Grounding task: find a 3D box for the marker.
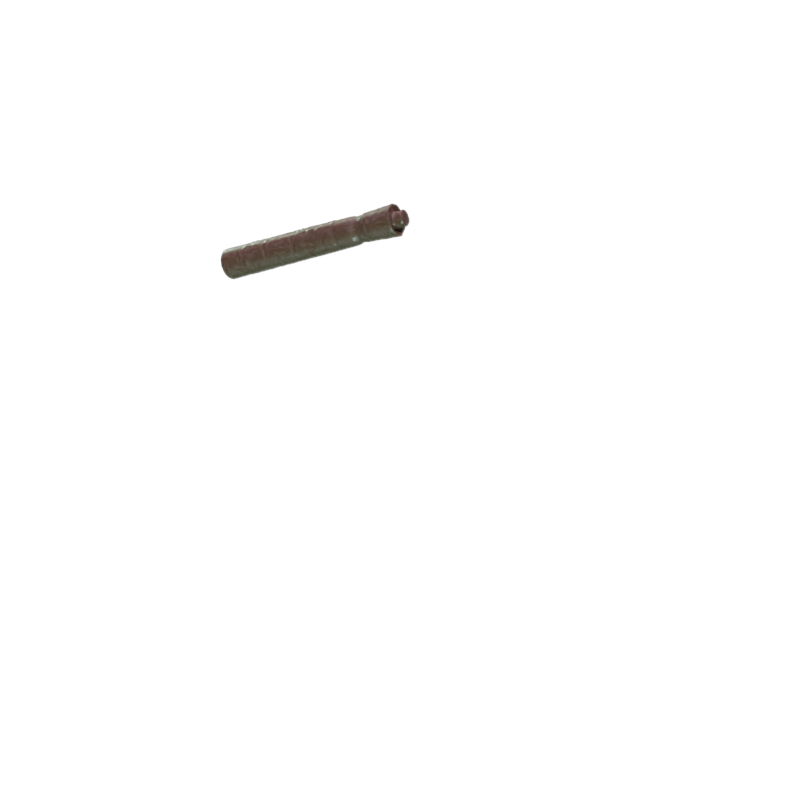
[{"bbox_3d":[-0.050,-0.091,0.636,0.123,0.020,0.019,-10,-1,30],"label":"marker"}]
